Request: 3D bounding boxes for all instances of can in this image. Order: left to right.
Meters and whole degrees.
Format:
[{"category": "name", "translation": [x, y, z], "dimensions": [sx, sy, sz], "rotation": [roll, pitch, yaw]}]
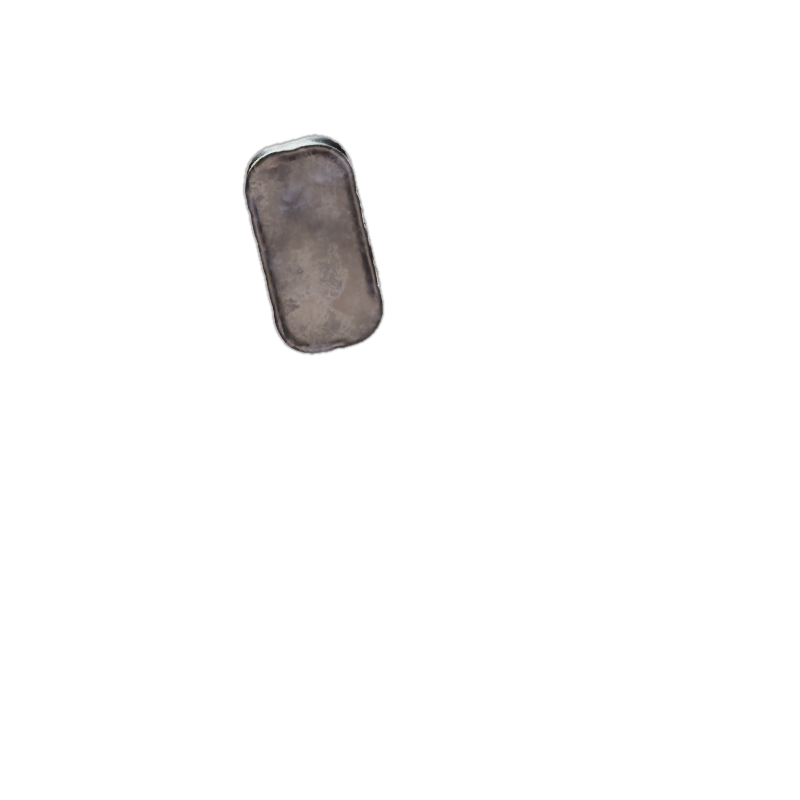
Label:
[{"category": "can", "translation": [-0.043, -0.079, 0.549], "dimensions": [0.057, 0.100, 0.085], "rotation": [-13, 9, 0]}]
